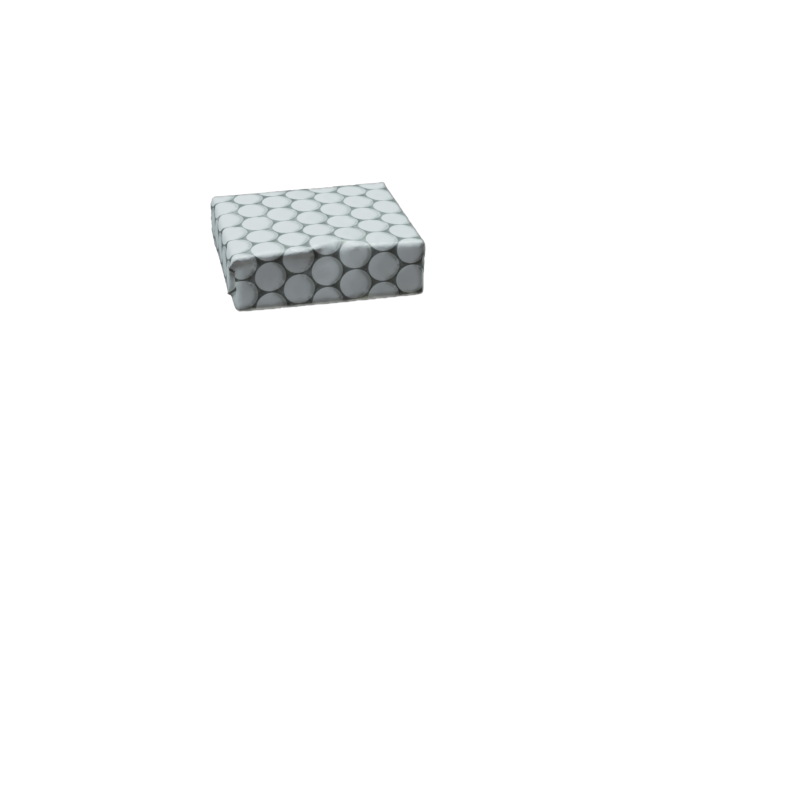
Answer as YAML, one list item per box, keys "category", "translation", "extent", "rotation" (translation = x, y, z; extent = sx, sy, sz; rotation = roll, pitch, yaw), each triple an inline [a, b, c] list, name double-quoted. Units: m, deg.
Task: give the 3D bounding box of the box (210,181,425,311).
- category: "box"
  translation: [-0.041, -0.074, 0.519]
  extent: [0.088, 0.028, 0.078]
  rotation: [-7, 31, -11]
